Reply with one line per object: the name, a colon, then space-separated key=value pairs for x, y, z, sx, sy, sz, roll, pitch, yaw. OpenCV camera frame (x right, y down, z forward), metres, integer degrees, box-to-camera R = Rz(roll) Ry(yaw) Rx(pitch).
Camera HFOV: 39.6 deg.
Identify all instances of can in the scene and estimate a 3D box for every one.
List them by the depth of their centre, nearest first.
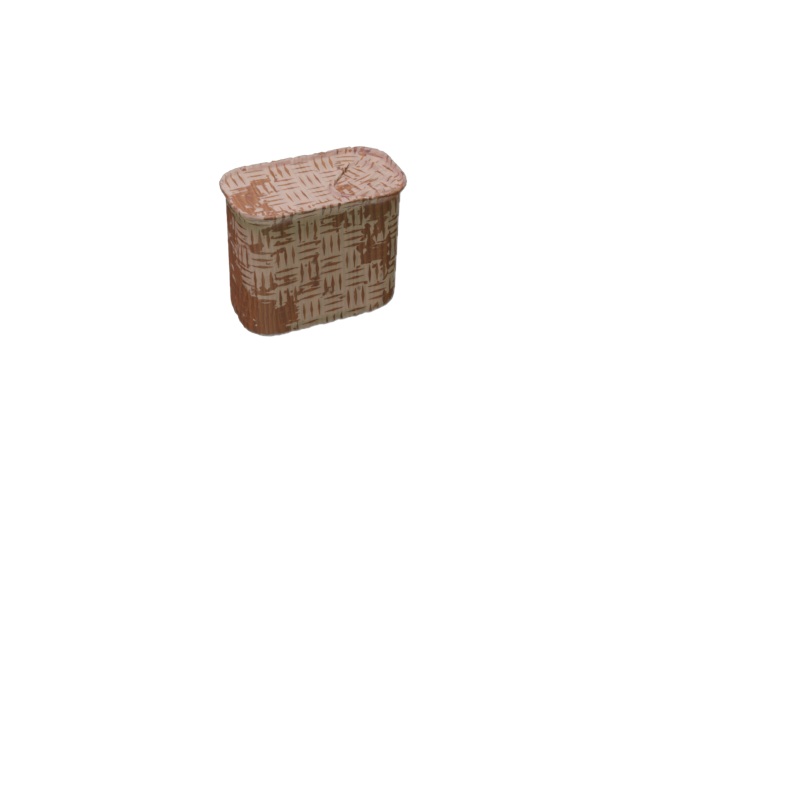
can: x=-0.050 y=-0.091 z=0.638 sx=0.100 sy=0.078 sz=0.062 roll=-14 pitch=40 yaw=-19
